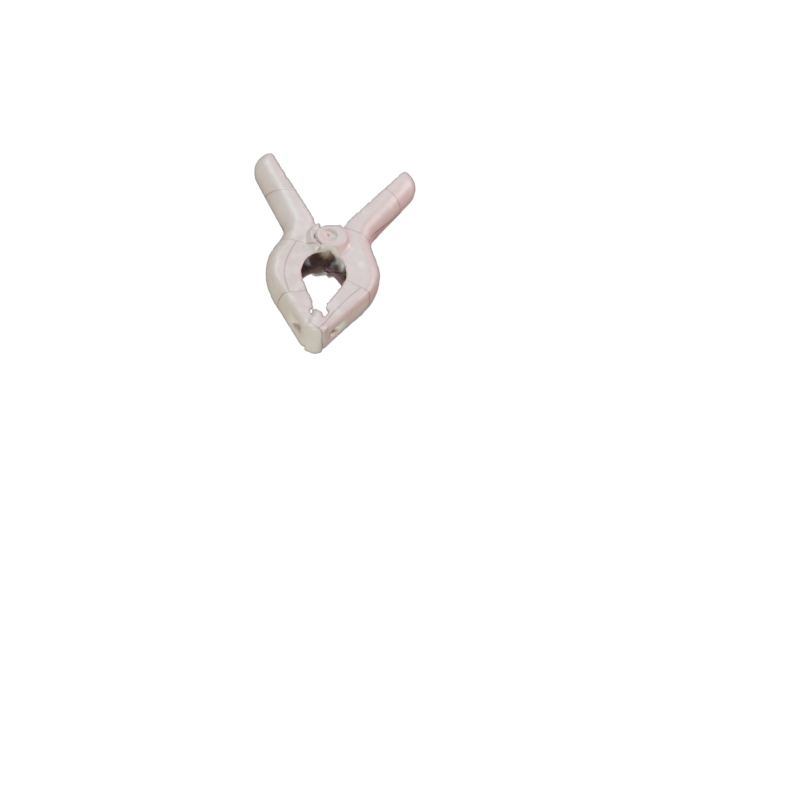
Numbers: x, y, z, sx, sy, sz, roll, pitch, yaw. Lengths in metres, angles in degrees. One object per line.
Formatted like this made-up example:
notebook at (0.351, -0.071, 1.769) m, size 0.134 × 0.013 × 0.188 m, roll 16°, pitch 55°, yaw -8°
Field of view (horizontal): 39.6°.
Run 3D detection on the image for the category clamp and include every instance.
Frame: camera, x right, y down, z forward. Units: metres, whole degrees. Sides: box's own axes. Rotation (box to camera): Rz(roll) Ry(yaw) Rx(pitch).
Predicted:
clamp at (-0.062, -0.113, 0.789) m, size 0.122 × 0.181 × 0.036 m, roll 9°, pitch -41°, yaw 8°
